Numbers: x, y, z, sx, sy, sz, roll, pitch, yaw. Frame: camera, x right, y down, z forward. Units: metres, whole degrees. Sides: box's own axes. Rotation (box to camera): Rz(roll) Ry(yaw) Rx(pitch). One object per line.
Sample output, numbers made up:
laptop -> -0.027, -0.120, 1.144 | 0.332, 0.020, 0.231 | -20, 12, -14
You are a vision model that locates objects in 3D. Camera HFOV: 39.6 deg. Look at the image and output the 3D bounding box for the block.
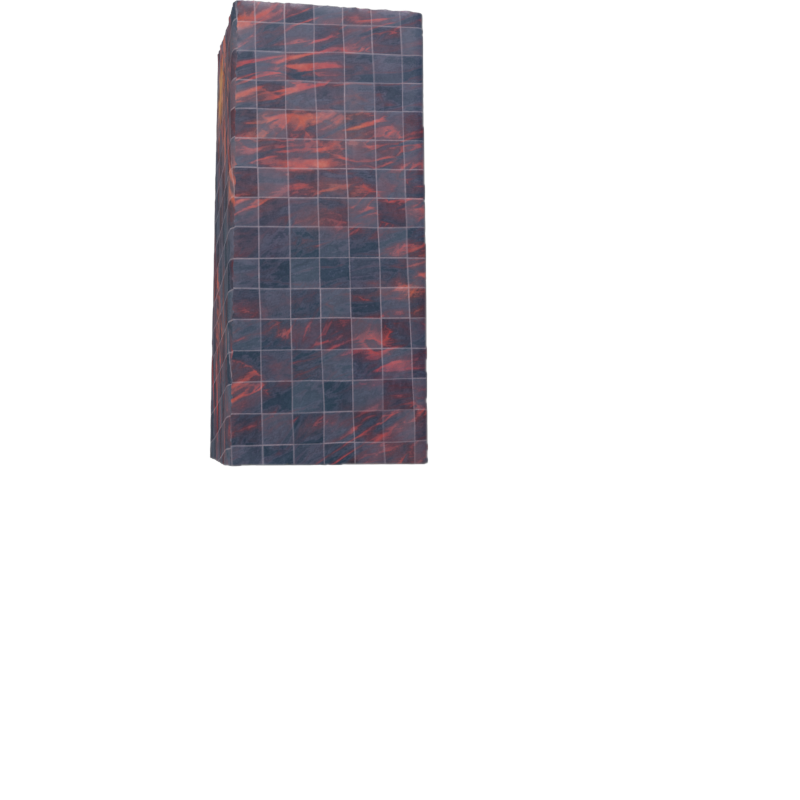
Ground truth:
block -> -0.041, -0.076, 0.532 | 0.089, 0.210, 0.090 | 1, -7, -12
